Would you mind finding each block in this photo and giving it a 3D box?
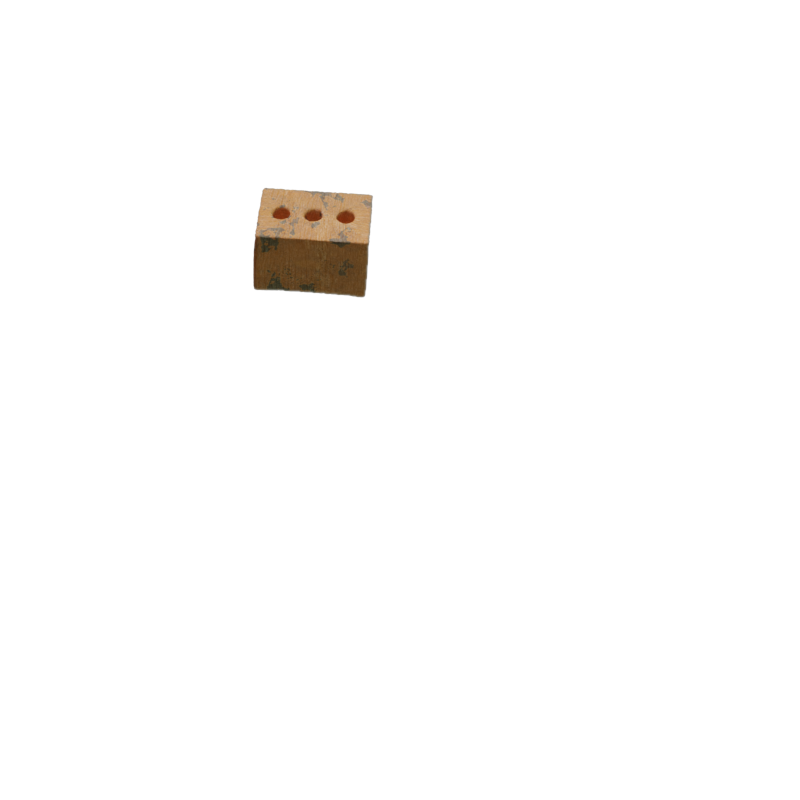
[{"bbox_3d":[-0.059,-0.108,0.758,0.078,0.056,0.048,3,-43,2],"label":"block"}]
